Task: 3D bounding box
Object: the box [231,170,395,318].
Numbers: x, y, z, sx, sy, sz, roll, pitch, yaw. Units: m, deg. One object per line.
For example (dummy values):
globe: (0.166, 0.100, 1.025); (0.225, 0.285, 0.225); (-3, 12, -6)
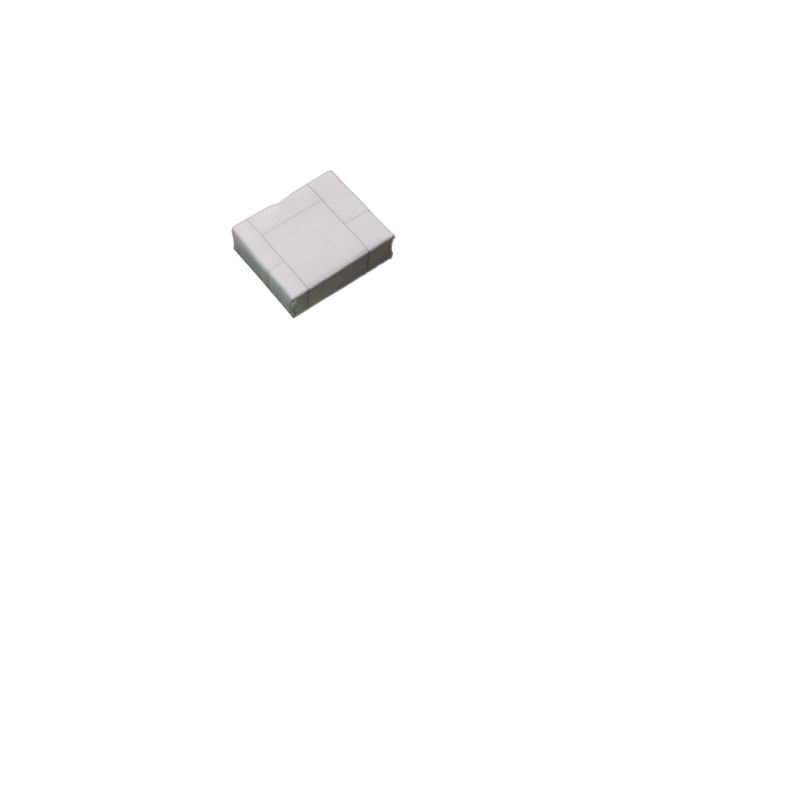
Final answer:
box: (-0.060, -0.109, 0.765); (0.089, 0.078, 0.028); (-33, -26, -19)
